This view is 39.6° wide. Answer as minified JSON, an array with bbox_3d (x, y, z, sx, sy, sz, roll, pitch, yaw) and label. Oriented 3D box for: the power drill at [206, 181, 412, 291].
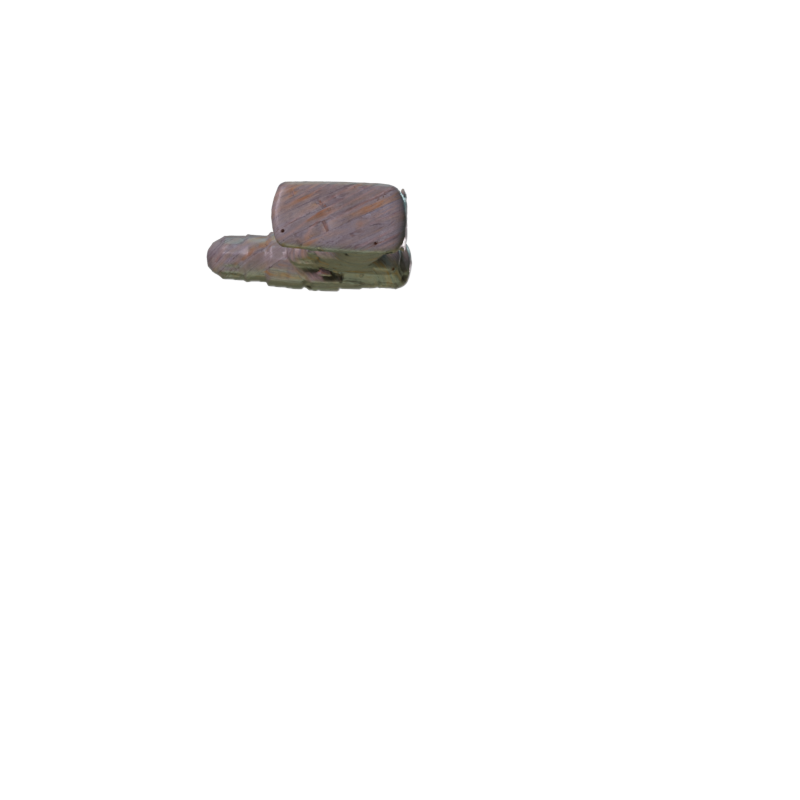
[{"bbox_3d":[-0.073,-0.133,0.935,0.183,0.059,0.185,0,-5,-5],"label":"power drill"}]
